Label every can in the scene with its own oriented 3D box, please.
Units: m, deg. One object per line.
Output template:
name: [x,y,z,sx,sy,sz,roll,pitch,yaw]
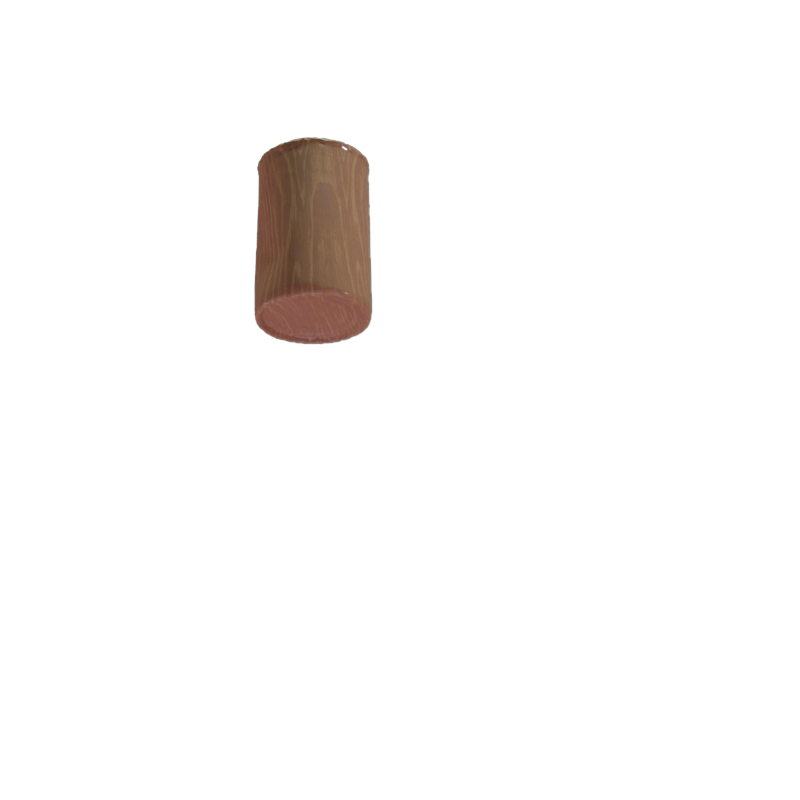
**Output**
can: [-0.050,-0.092,0.644,0.068,0.108,0.065,0,-27,-2]
